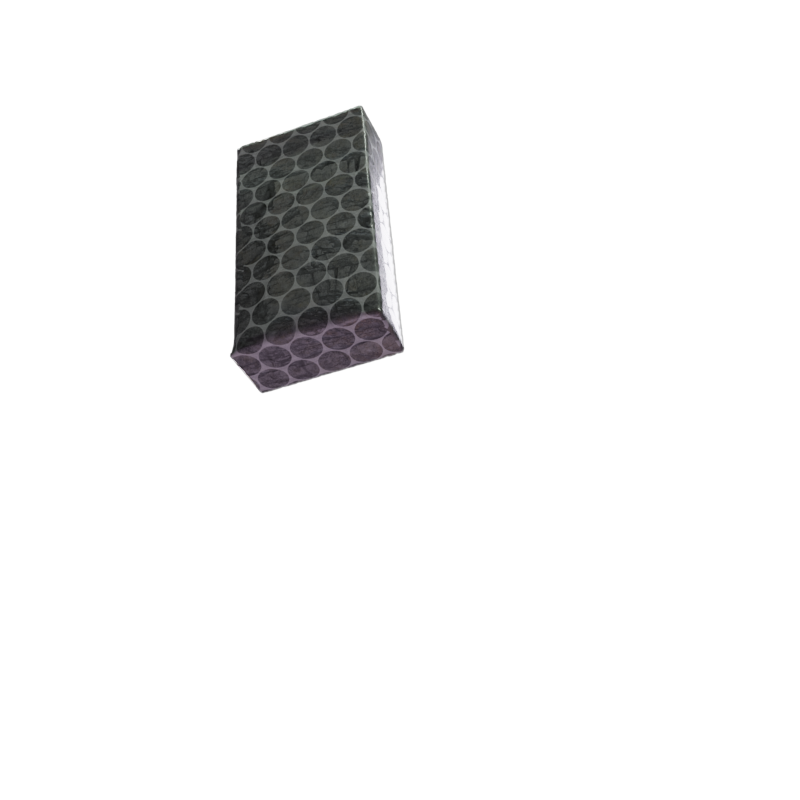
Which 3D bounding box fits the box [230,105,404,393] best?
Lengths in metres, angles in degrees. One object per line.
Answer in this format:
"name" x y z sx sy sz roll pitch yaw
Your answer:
"box" -0.053 -0.096 0.677 0.094 0.189 0.044 -16 -43 15
